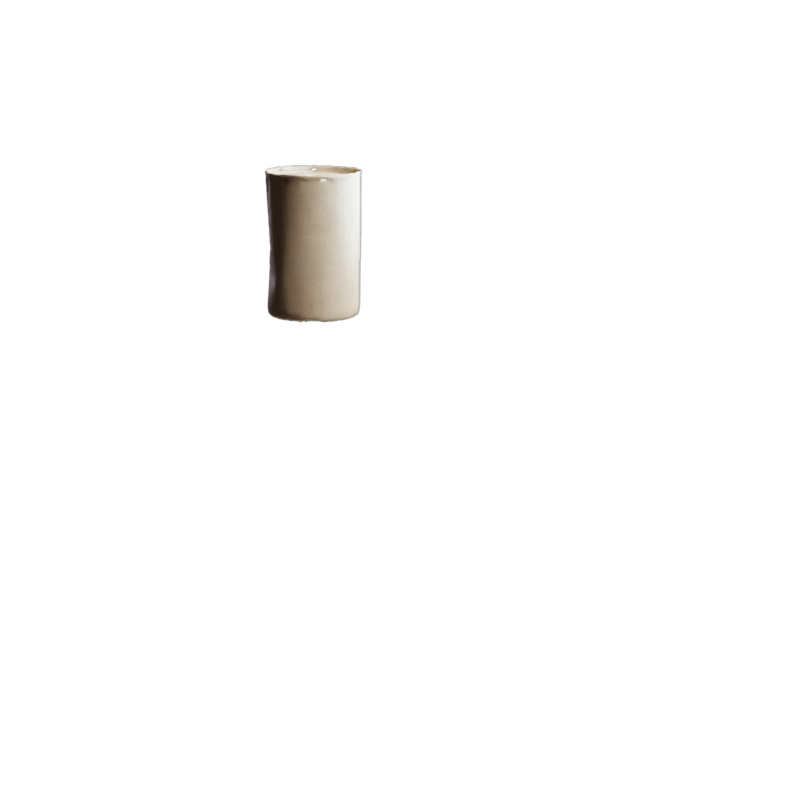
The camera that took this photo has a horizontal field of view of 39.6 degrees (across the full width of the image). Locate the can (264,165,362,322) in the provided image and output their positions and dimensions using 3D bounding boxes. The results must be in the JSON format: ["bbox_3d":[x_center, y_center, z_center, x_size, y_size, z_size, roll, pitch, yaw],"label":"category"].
[{"bbox_3d":[-0.061,-0.111,0.779,0.068,0.100,0.071,0,12,-2],"label":"can"}]
